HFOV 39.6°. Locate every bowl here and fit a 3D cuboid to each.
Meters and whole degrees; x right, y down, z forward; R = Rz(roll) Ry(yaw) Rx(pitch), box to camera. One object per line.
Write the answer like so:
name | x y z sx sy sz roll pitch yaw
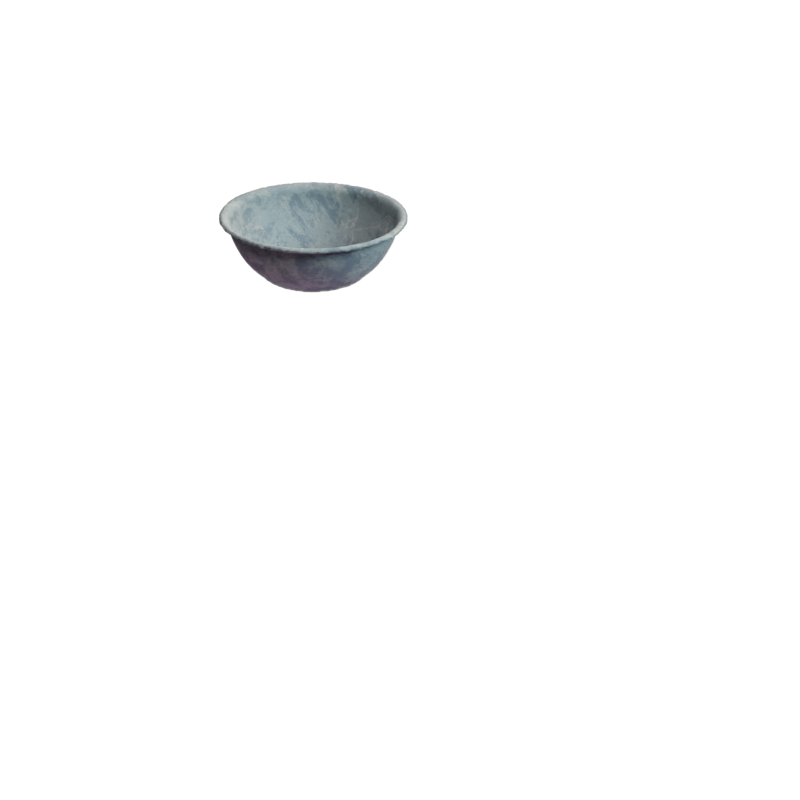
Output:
bowl | -0.075 -0.137 0.960 0.162 0.052 0.172 -1 29 -2
